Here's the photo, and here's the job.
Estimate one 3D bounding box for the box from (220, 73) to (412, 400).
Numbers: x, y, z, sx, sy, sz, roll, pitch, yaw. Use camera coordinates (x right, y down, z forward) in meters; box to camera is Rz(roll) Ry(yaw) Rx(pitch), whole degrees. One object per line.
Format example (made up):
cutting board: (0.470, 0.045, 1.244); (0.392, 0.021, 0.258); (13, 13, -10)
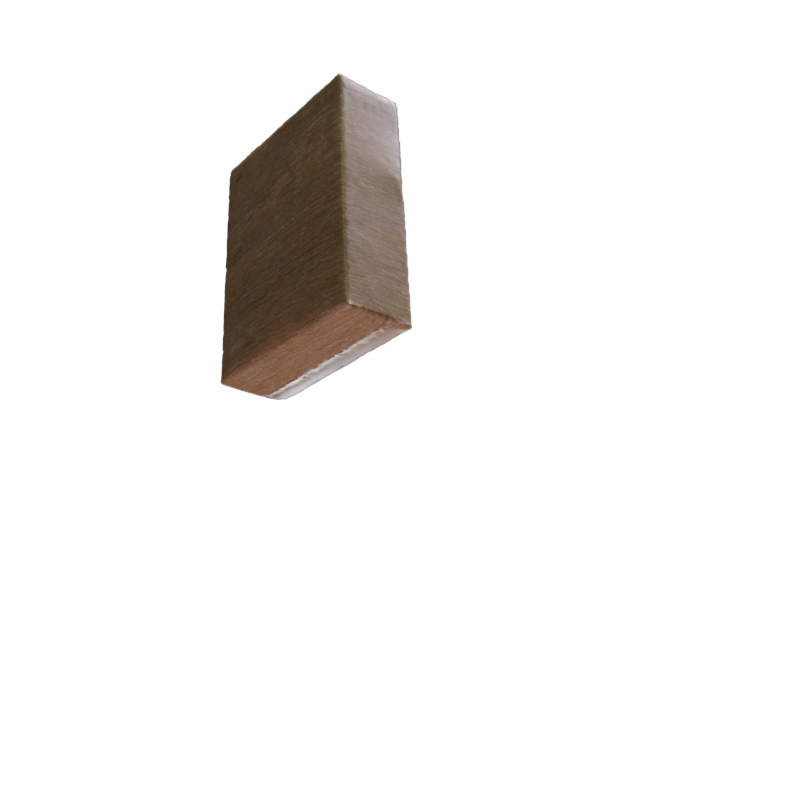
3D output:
box: (-0.070, -0.128, 0.893); (0.068, 0.228, 0.163); (21, -37, -34)
